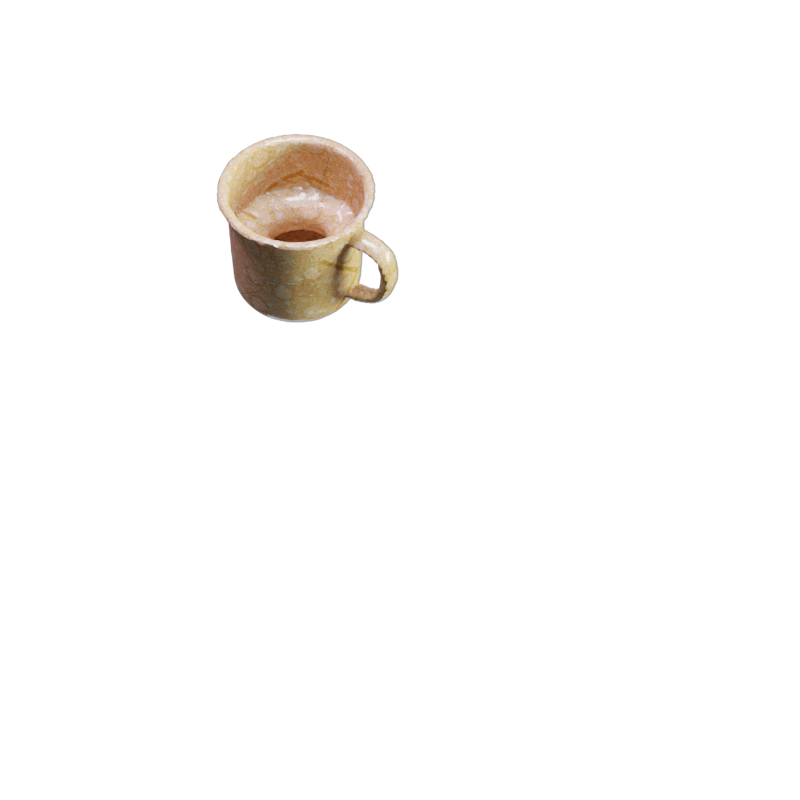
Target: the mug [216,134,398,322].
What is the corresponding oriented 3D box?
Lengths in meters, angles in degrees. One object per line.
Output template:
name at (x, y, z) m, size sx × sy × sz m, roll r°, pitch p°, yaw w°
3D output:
mug at (-0.053, -0.096, 0.674) m, size 0.122 × 0.096 × 0.076 m, roll 26°, pitch -34°, yaw 18°
